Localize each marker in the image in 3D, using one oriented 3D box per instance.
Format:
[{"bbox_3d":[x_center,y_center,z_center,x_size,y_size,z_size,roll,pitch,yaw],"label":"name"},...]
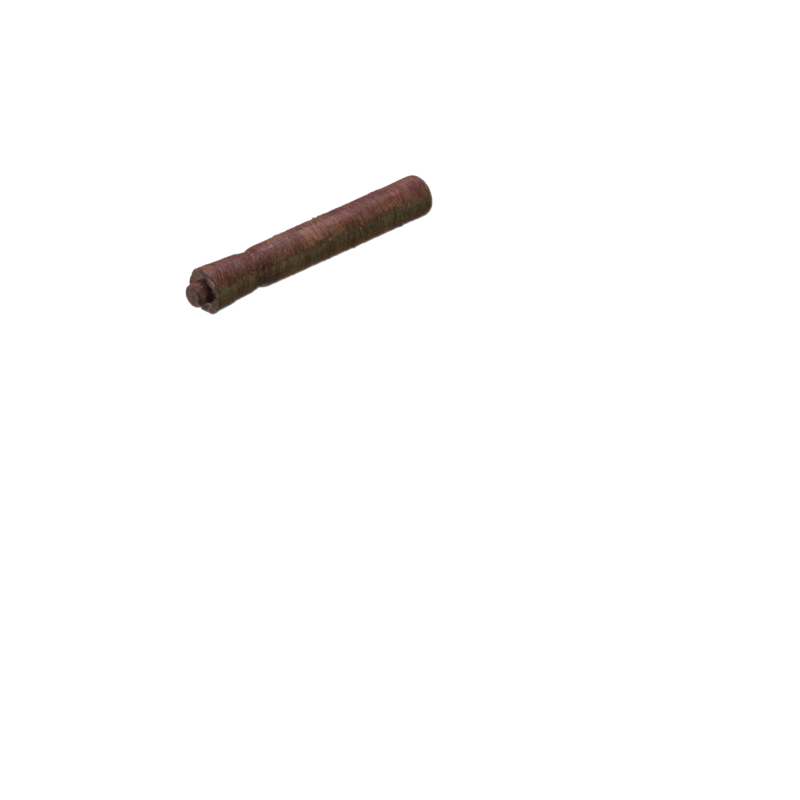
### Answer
[{"bbox_3d":[-0.035,-0.064,0.448,0.121,0.019,0.021,-30,22,-34],"label":"marker"}]
